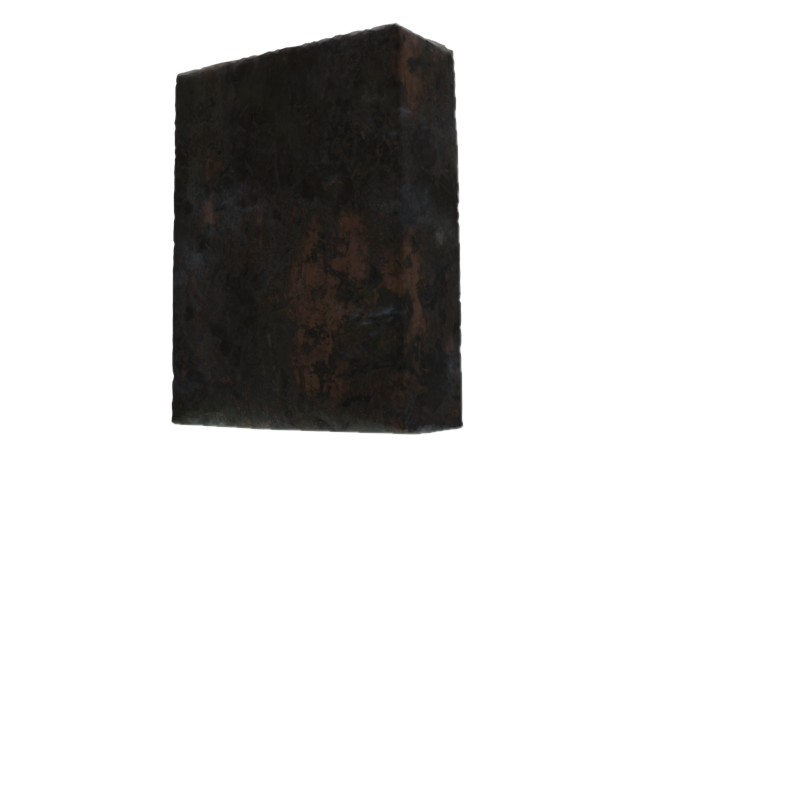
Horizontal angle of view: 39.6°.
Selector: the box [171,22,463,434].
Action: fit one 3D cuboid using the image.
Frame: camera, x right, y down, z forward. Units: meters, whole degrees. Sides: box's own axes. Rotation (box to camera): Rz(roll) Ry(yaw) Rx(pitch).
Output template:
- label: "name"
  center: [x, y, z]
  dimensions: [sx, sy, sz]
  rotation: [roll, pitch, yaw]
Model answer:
- label: "box"
  center: [-0.050, -0.091, 0.637]
  dimensions: [0.169, 0.217, 0.068]
  rotation: [-3, -7, 35]
